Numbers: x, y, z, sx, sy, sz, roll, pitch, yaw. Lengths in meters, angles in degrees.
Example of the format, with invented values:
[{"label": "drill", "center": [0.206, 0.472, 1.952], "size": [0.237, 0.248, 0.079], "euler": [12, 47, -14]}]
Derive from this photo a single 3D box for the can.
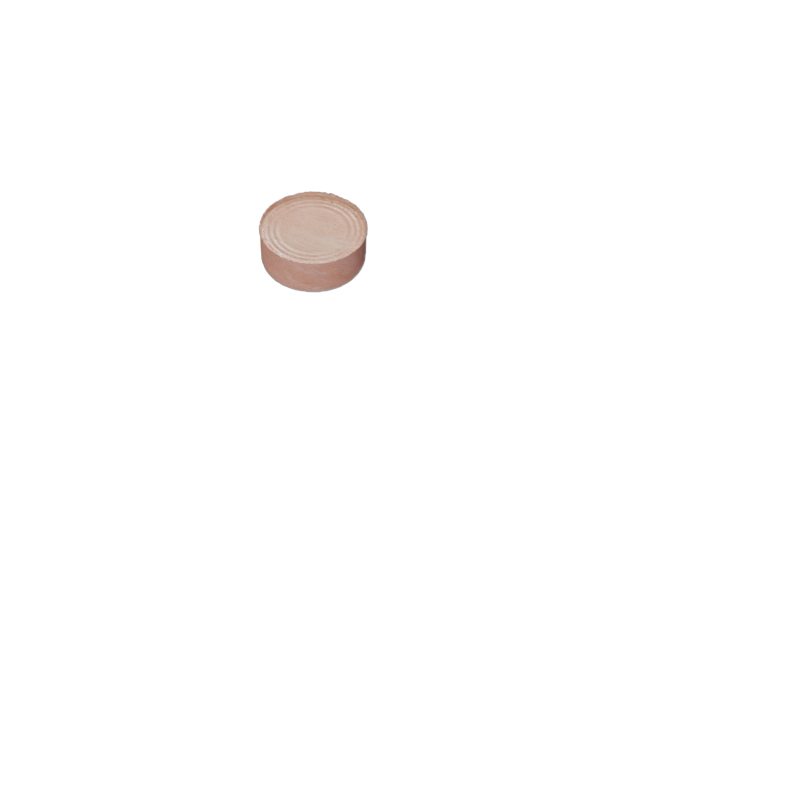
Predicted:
[{"label": "can", "center": [-0.069, -0.126, 0.880], "size": [0.086, 0.092, 0.031], "euler": [-1, -43, -1]}]
